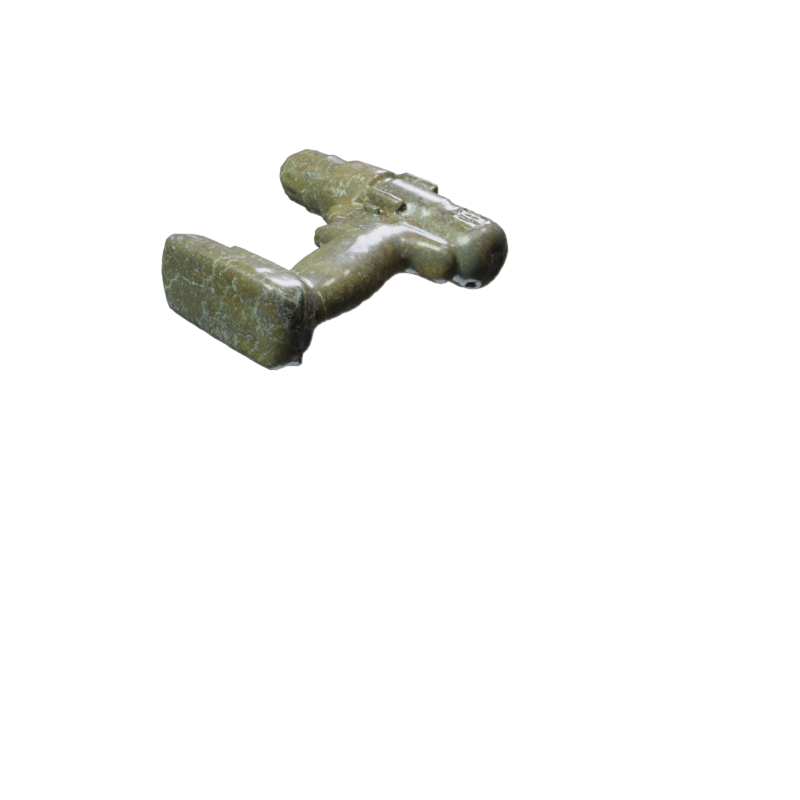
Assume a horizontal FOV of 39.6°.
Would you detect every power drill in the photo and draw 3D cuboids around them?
[{"bbox_3d":[-0.054,-0.099,0.694,0.196,0.054,0.187,27,42,34],"label":"power drill"}]
